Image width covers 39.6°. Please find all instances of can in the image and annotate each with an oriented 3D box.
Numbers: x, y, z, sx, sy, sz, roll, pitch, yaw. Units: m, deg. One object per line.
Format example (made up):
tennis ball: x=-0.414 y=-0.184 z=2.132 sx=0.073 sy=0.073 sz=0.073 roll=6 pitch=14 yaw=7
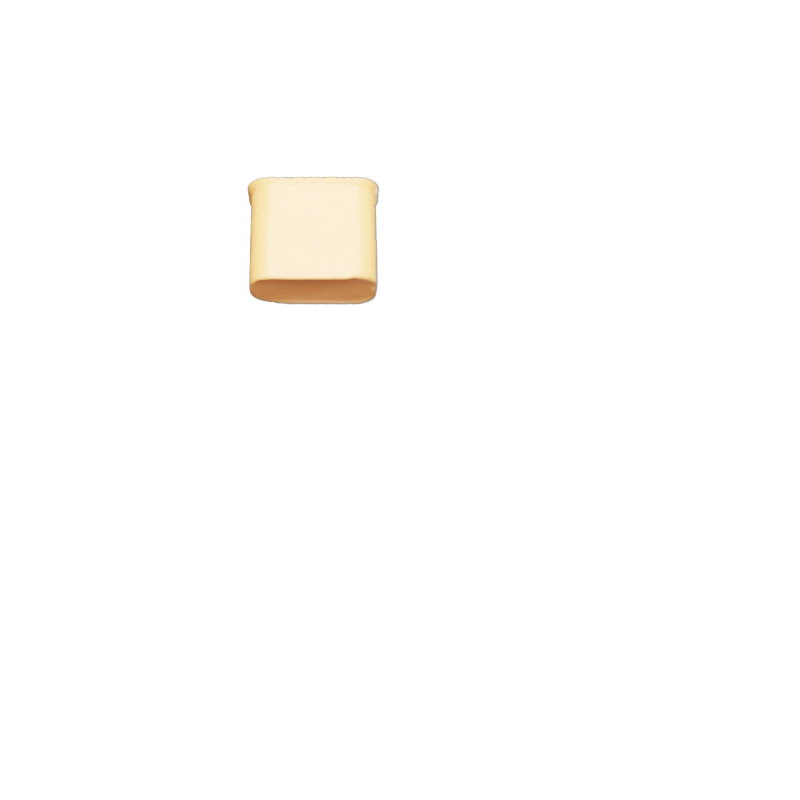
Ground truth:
can: x=-0.066 y=-0.121 z=0.849 sx=0.102 sy=0.088 sz=0.055 roll=0 pitch=-23 yaw=-1
